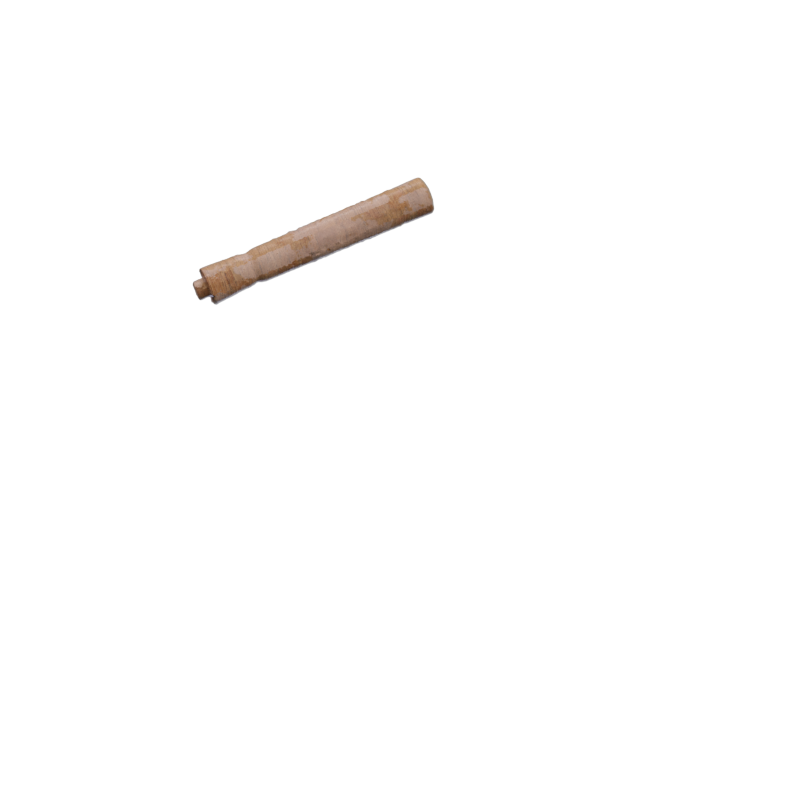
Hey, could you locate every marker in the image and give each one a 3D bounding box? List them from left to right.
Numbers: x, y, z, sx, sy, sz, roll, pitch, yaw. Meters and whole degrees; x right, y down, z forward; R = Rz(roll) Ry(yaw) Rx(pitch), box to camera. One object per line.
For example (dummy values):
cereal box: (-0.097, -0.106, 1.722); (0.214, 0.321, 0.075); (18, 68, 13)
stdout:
marker: (-0.041, -0.075, 0.526); (0.120, 0.019, 0.020); (-24, 10, -12)
